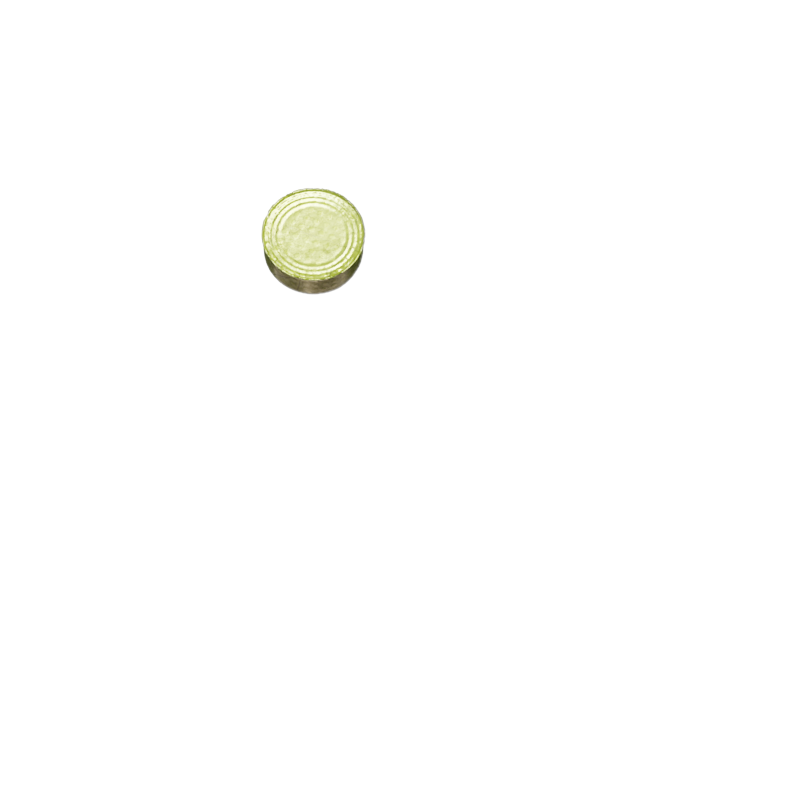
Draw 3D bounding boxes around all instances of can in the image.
[{"bbox_3d":[-0.073,-0.133,0.929,0.086,0.091,0.032,-1,-24,-1],"label":"can"}]
